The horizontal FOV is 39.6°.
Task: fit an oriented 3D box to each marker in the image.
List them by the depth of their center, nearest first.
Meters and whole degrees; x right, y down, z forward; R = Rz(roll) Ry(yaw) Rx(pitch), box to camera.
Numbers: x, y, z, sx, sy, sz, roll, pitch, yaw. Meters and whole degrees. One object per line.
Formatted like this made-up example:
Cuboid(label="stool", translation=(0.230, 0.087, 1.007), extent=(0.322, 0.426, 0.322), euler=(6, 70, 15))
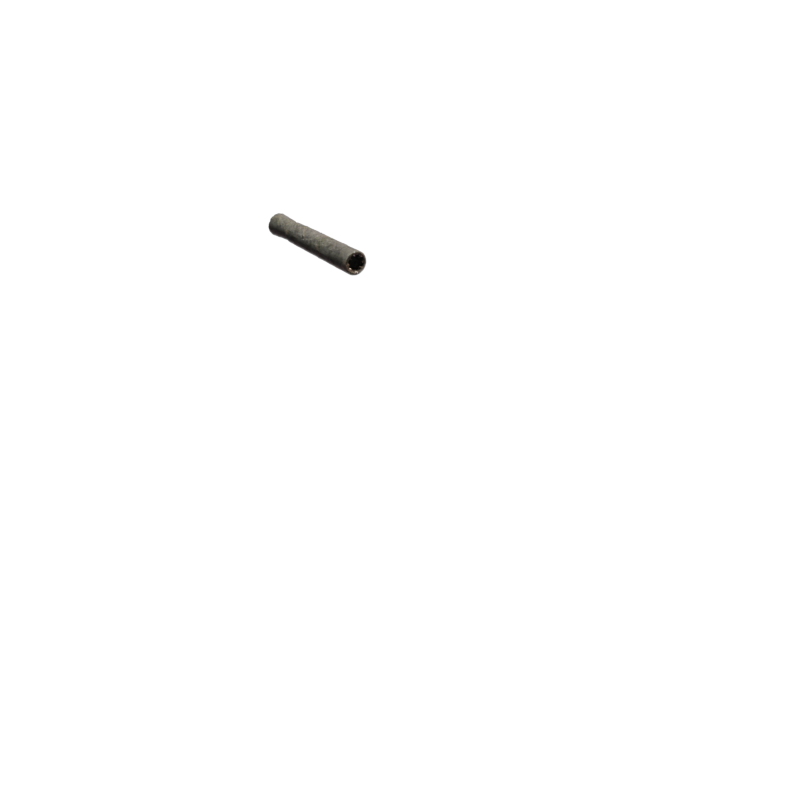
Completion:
Cuboid(label="marker", translation=(-0.067, -0.122, 0.852), extent=(0.019, 0.019, 0.129), euler=(-3, 22, -34))
